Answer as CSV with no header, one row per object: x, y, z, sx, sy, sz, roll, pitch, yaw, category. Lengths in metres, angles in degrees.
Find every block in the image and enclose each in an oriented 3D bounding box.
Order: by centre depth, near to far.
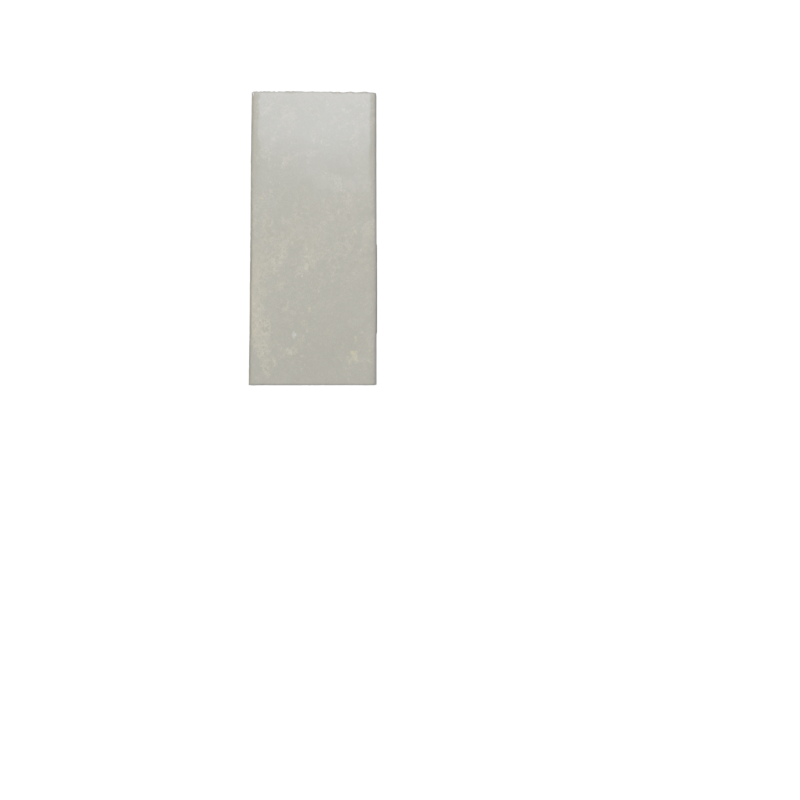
-0.064,-0.116,0.815,0.090,0.209,0.089,0,-4,-3,block
